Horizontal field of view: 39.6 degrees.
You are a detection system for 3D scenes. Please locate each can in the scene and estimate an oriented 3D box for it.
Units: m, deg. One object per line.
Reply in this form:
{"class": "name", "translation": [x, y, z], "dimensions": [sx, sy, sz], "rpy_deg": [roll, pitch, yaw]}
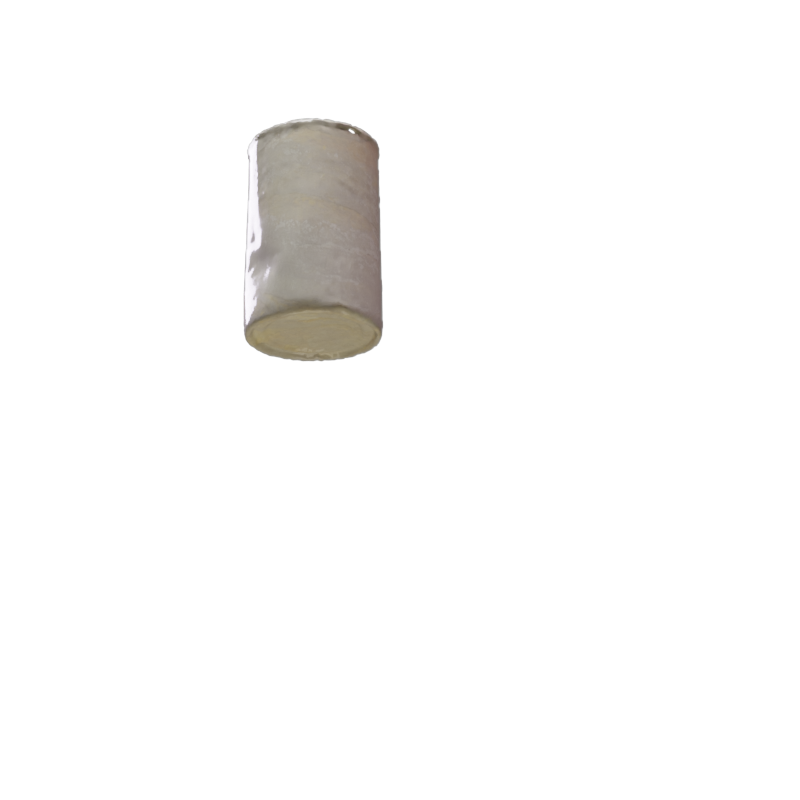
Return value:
{"class": "can", "translation": [-0.043, -0.078, 0.546], "dimensions": [0.068, 0.108, 0.065], "rpy_deg": [0, -23, -2]}
